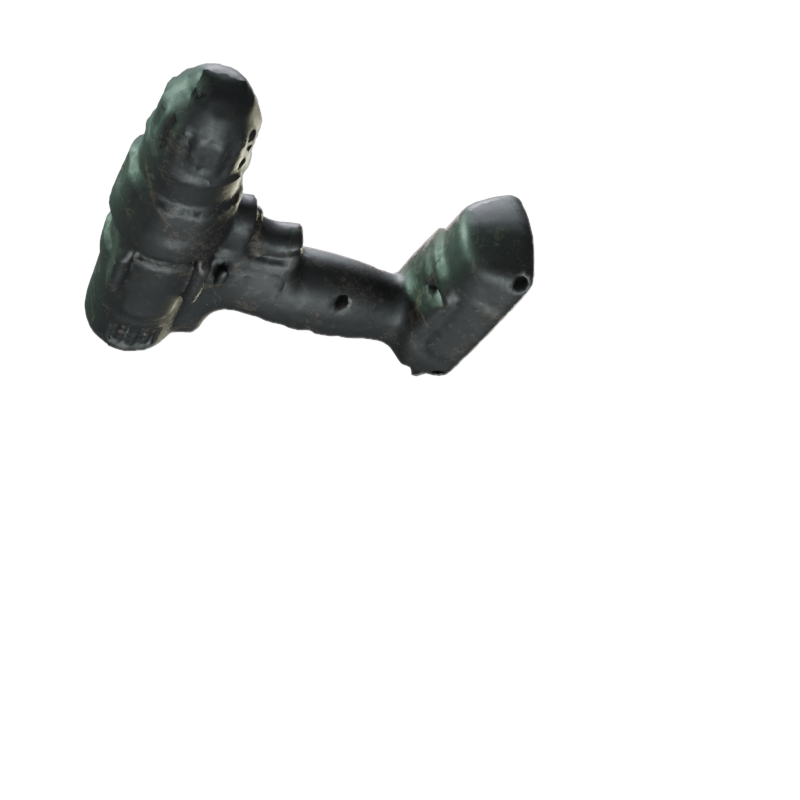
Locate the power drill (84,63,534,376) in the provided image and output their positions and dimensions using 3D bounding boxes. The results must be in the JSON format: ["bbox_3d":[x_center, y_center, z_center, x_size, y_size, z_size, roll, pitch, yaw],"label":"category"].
[{"bbox_3d":[-0.039,-0.071,0.500,0.182,0.061,0.179,10,-29,-19],"label":"power drill"}]
